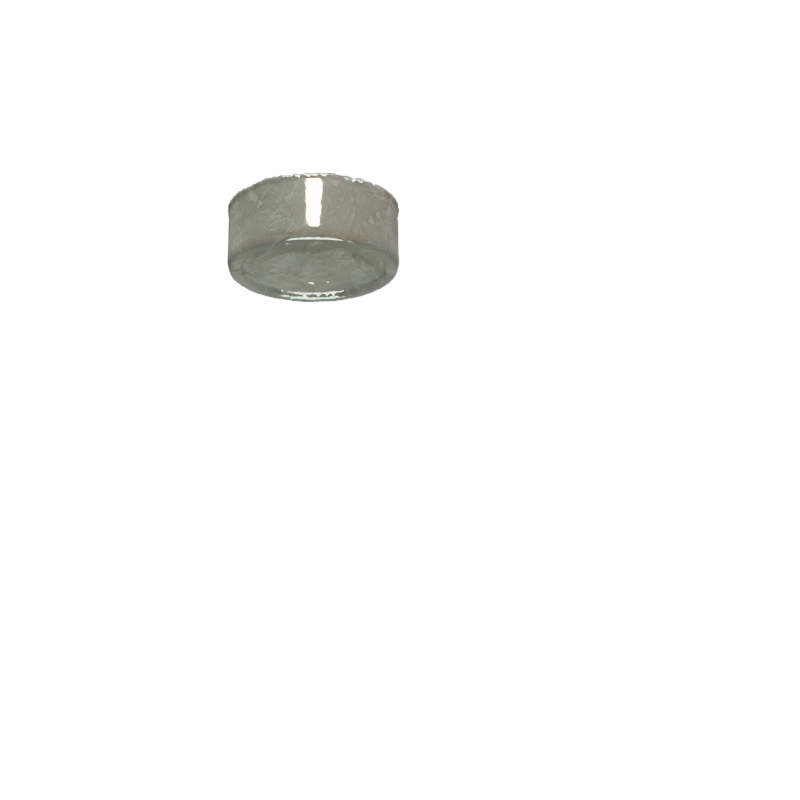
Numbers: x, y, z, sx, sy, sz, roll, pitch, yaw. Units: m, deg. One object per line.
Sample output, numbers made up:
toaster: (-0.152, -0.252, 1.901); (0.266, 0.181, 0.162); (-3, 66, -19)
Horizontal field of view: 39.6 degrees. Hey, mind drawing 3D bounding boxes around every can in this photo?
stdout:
can: (-0.043, -0.078, 0.549); (0.086, 0.035, 0.082); (0, -18, -2)
